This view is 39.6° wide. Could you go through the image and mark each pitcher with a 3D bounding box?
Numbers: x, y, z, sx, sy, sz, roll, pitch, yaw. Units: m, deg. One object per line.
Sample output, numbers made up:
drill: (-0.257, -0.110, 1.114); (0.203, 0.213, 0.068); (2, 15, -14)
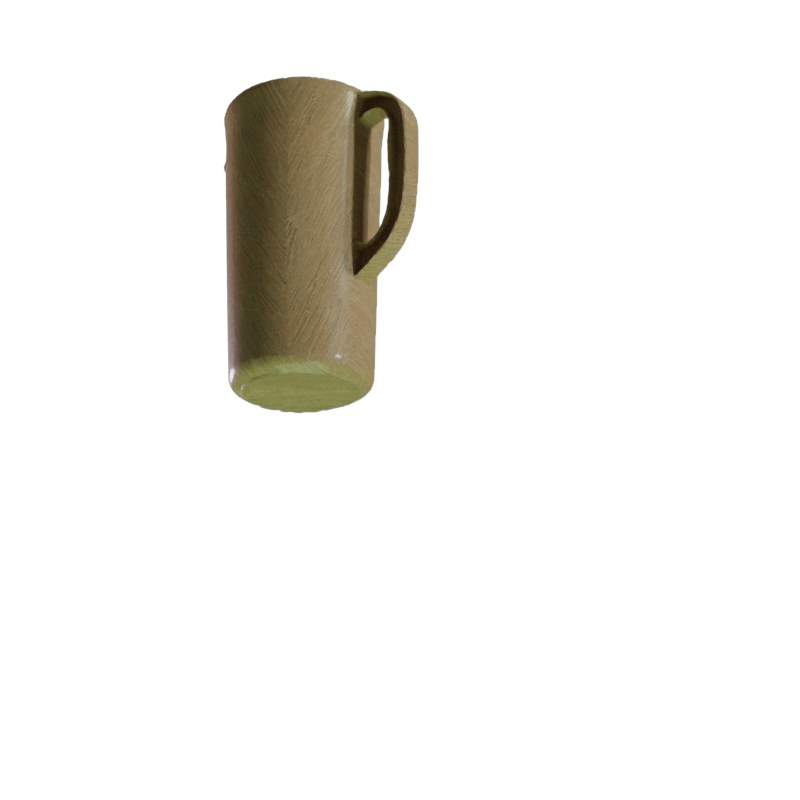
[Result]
pitcher: (-0.067, -0.123, 0.859); (0.143, 0.257, 0.143); (3, -25, -10)
